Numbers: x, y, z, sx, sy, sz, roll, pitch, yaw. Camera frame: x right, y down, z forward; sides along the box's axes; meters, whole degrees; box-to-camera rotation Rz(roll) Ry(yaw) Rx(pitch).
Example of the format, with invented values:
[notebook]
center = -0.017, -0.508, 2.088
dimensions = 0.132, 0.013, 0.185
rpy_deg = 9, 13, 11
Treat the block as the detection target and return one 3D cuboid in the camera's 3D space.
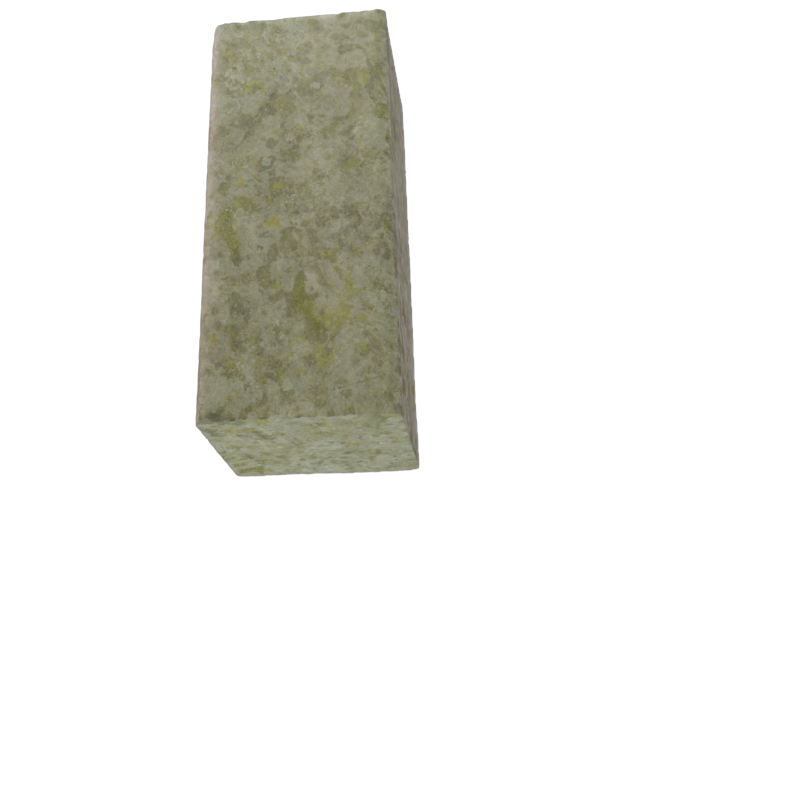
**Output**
[block]
center = -0.043, -0.077, 0.539
dimensions = 0.091, 0.218, 0.085
rpy_deg = -4, -25, 6
